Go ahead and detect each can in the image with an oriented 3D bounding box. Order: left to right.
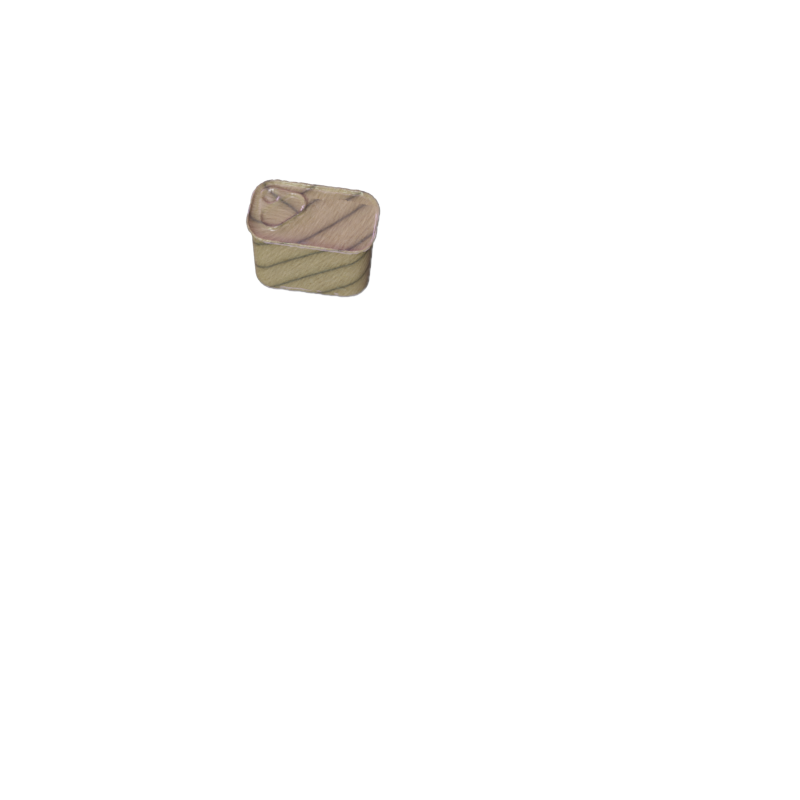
[{"bbox_3d":[-0.070,-0.127,0.893,0.102,0.061,0.079,8,-26,2],"label":"can"}]
